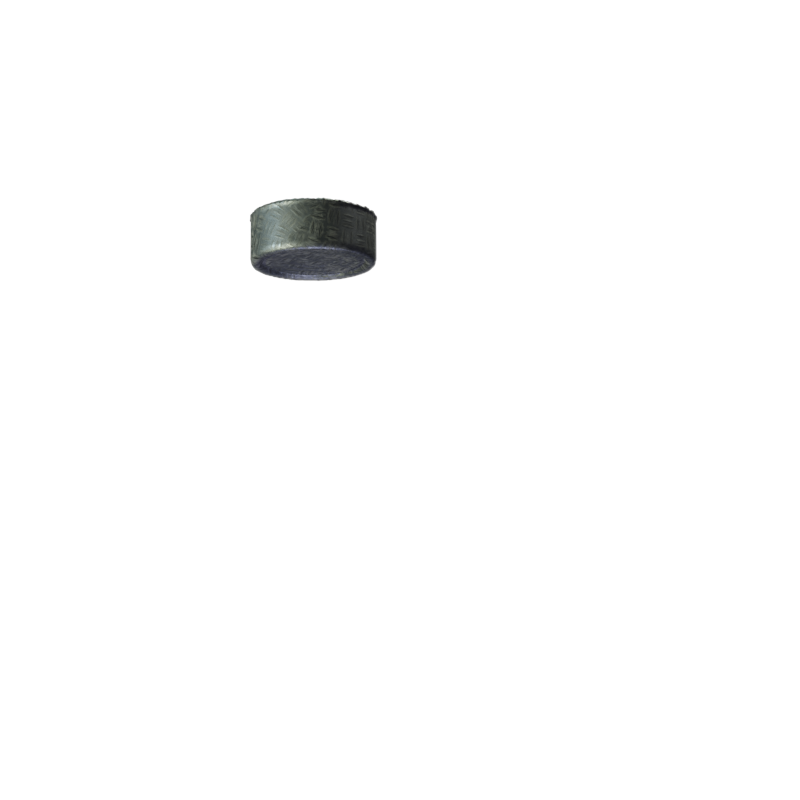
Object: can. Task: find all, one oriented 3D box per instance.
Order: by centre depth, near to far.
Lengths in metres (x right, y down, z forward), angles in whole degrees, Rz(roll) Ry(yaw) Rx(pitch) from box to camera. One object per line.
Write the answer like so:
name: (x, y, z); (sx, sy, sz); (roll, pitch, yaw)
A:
can: (-0.058, -0.106, 0.743); (0.086, 0.035, 0.083); (0, -10, -2)
